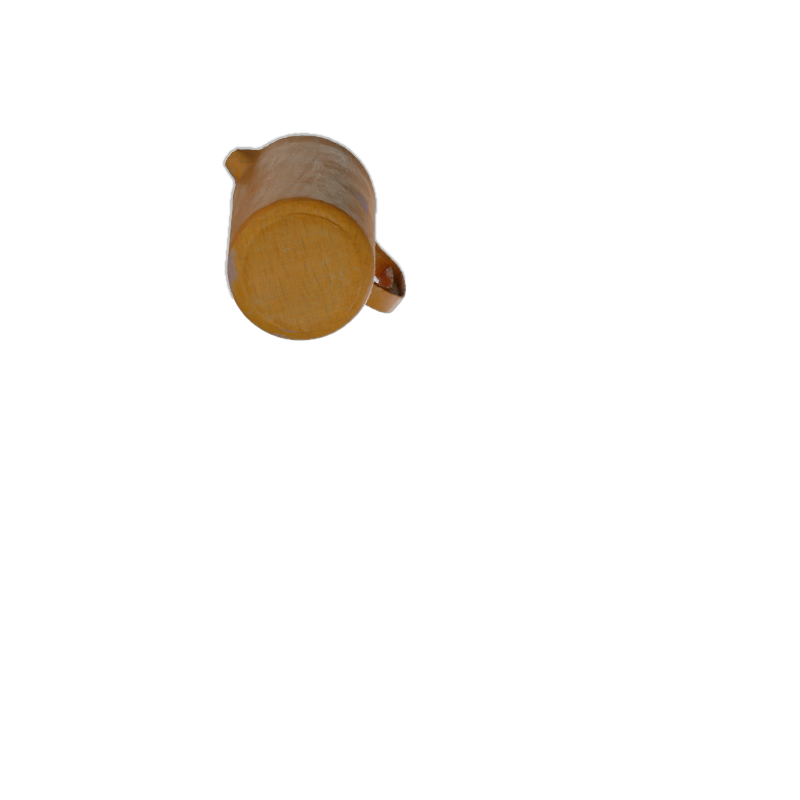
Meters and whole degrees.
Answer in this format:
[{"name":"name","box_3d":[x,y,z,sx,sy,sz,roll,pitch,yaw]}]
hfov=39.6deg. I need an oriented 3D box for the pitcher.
[{"name":"pitcher","box_3d":[-0.071,-0.130,0.911,0.149,0.139,0.253,-7,20,-1]}]
